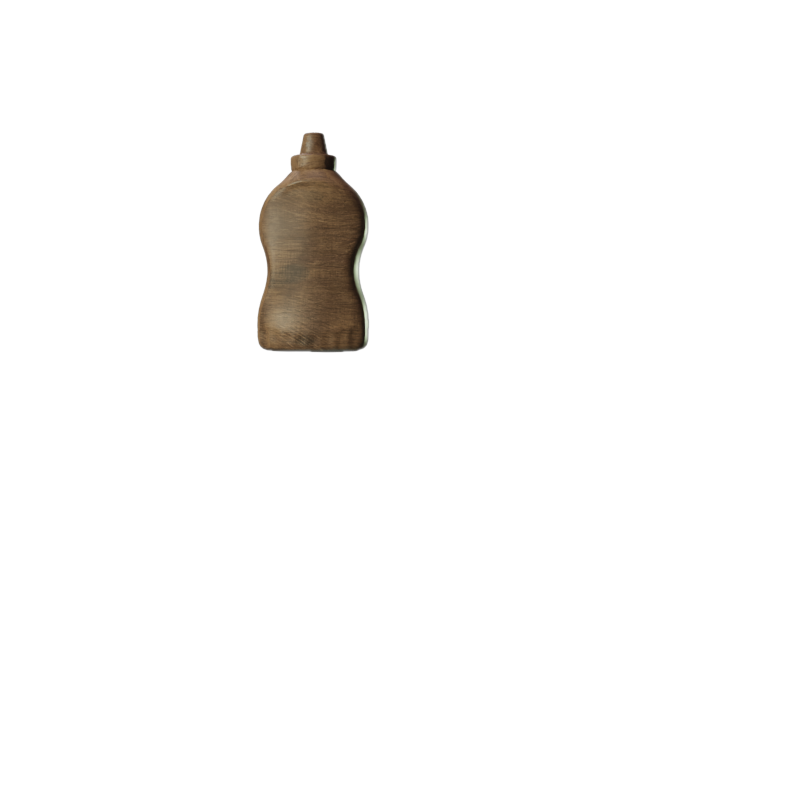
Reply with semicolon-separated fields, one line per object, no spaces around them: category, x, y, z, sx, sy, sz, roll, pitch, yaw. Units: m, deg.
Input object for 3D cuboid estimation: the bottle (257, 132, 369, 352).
bottle;-0.076;-0.139;0.977;0.097;0.193;0.057;0;-2;11
